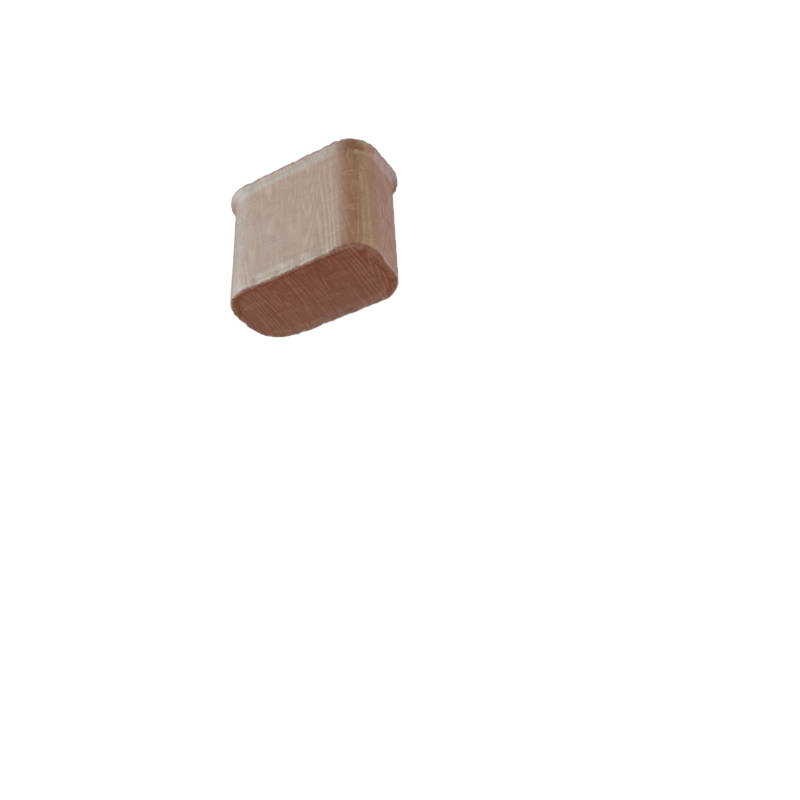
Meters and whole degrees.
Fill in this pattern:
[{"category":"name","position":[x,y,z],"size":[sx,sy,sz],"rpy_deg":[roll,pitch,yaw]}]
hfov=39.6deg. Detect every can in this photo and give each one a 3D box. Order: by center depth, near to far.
[{"category":"can","position":[-0.051,-0.093,0.649],"size":[0.102,0.090,0.053],"rpy_deg":[-22,-43,23]}]
